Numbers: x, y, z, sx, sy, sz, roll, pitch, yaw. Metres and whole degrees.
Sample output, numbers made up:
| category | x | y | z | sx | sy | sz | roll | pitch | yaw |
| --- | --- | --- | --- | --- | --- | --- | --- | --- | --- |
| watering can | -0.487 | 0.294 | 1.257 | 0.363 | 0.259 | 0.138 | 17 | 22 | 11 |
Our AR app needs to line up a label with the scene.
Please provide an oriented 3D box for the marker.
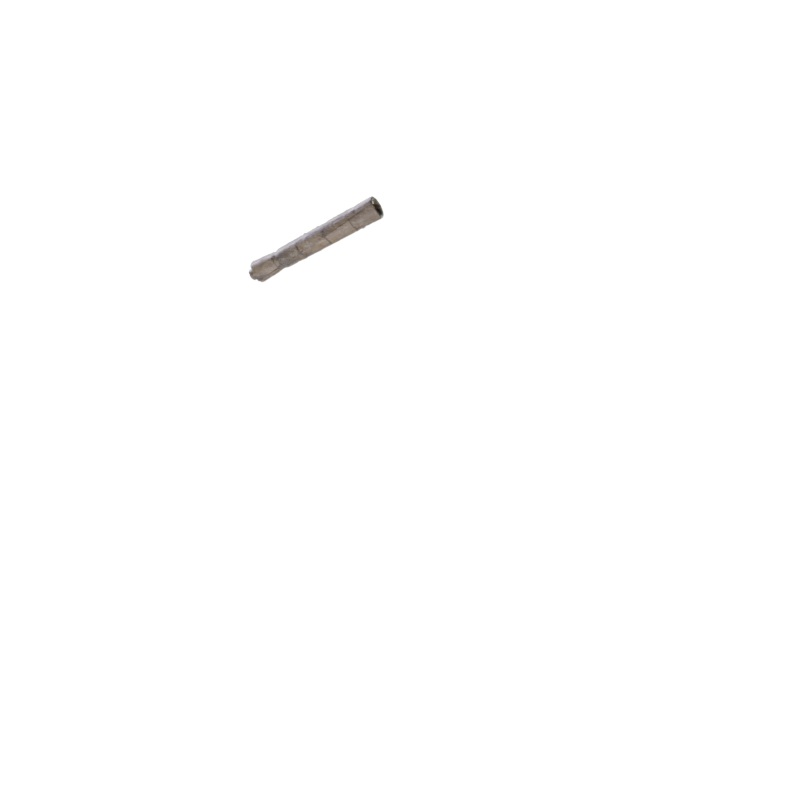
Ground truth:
| category | x | y | z | sx | sy | sz | roll | pitch | yaw |
| --- | --- | --- | --- | --- | --- | --- | --- | --- | --- |
| marker | -0.069 | -0.125 | 0.875 | 0.121 | 0.020 | 0.019 | -25 | -6 | 21 |
